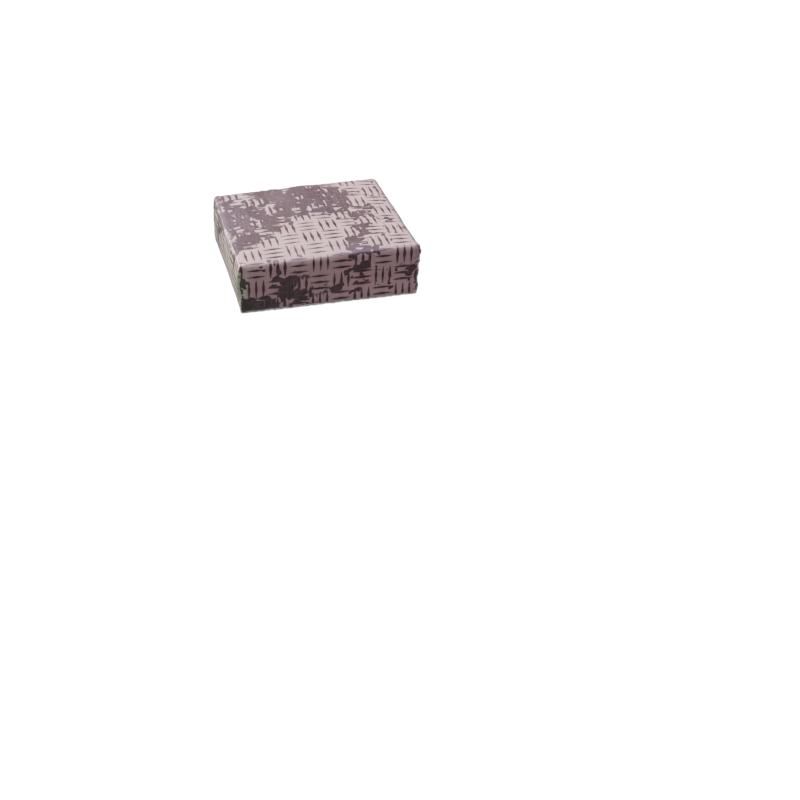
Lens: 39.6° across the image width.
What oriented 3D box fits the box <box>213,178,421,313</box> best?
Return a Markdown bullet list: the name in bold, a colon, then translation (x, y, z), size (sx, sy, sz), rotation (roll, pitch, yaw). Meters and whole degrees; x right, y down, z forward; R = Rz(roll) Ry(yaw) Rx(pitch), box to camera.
- **box**: translation (-0.043, -0.078, 0.548), size (0.088, 0.028, 0.079), rotation (-9, 36, -13)
